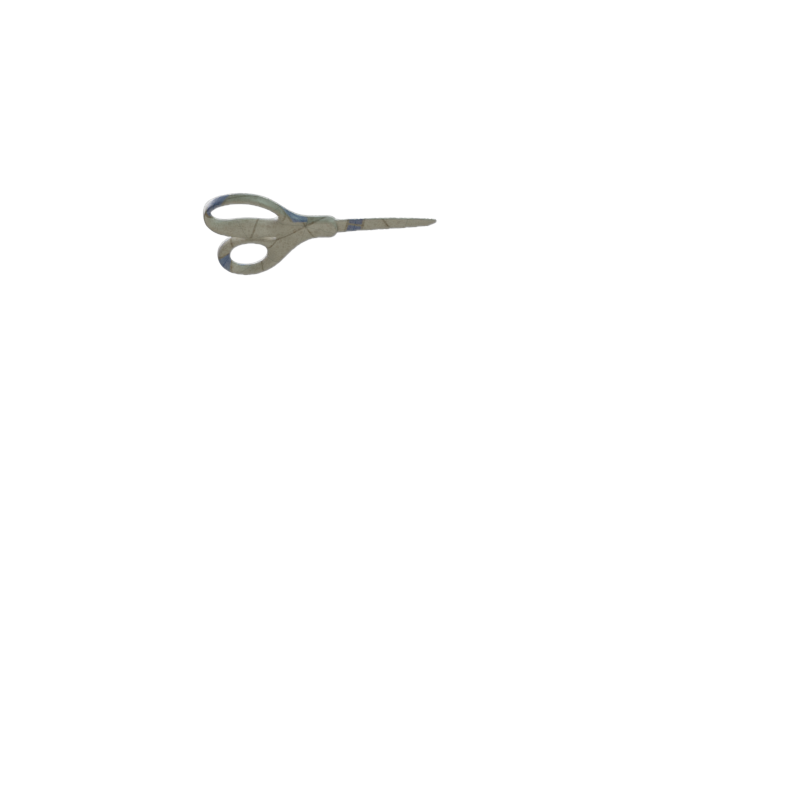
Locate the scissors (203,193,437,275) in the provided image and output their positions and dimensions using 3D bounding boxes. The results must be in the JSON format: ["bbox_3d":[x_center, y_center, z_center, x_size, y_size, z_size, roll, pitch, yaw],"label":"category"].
[{"bbox_3d":[-0.077,-0.141,0.985,0.199,0.017,0.091,9,-45,-9],"label":"scissors"}]
